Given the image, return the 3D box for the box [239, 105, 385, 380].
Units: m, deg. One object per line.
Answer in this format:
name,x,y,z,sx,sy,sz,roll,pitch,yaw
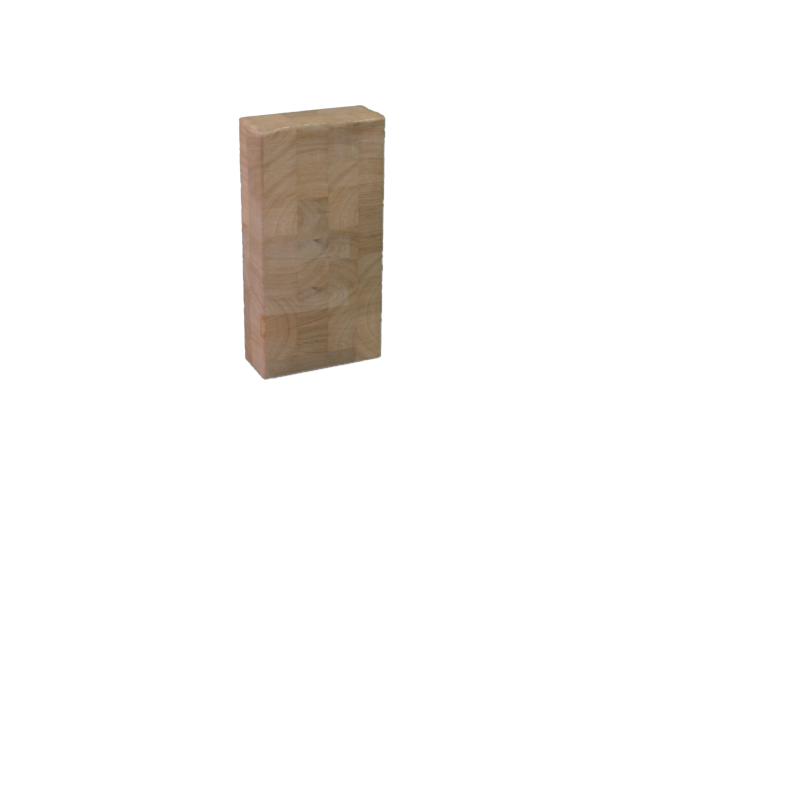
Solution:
box,-0.059,-0.108,0.757,0.091,0.167,0.051,-10,26,-24
